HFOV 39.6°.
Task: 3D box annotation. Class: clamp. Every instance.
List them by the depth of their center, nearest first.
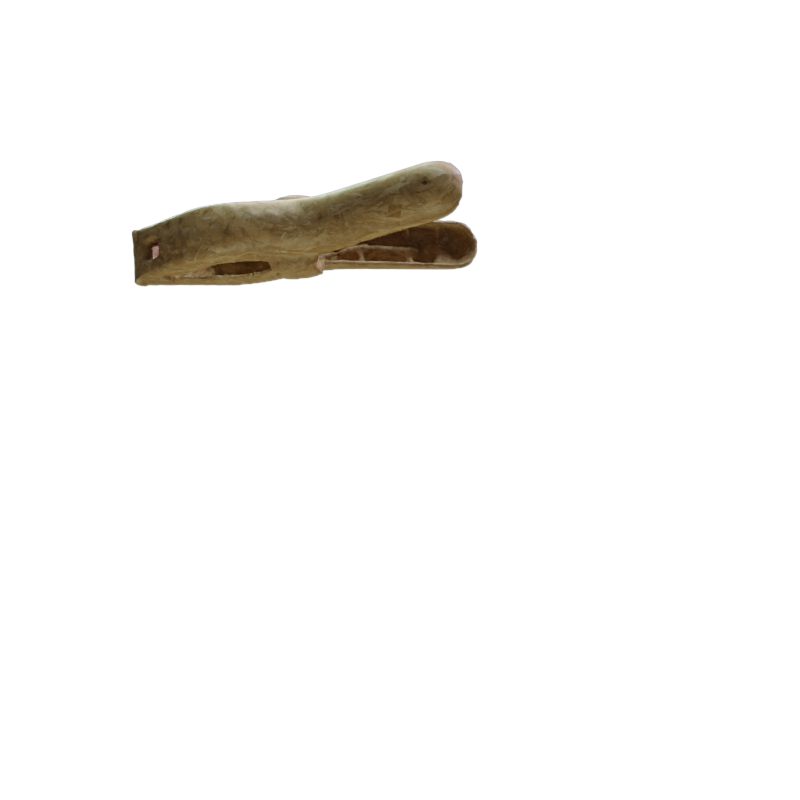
[{"bbox_3d":[-0.042,-0.077,0.541,0.175,0.041,0.113,-4,-14,18],"label":"clamp"}]
